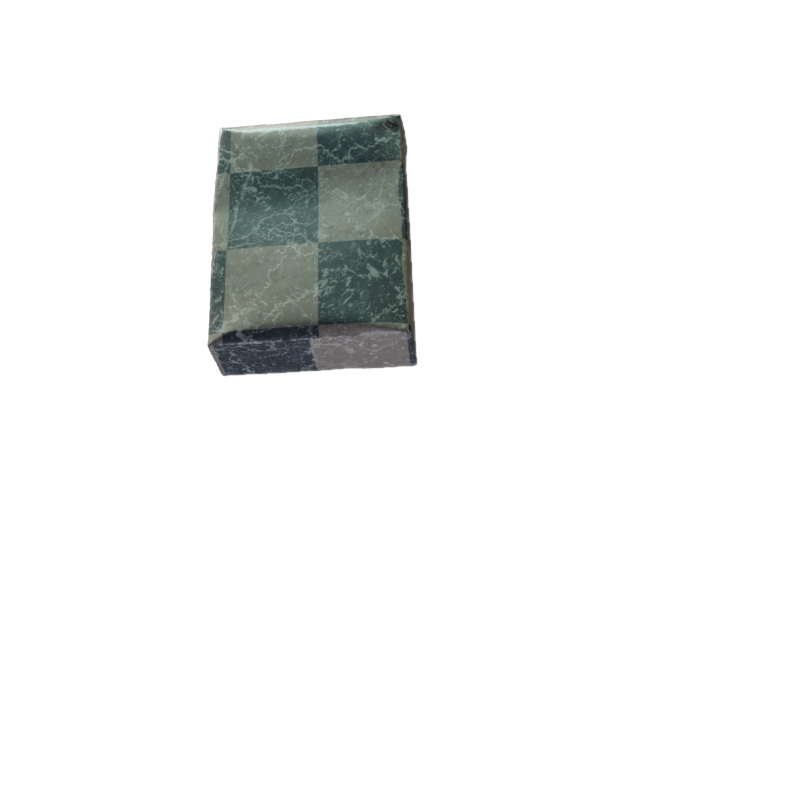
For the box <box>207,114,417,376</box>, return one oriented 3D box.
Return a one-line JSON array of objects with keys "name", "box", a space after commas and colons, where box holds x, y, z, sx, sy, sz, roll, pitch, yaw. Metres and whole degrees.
[{"name": "box", "box": [-0.073, -0.133, 0.933, 0.165, 0.227, 0.067, -4, -27, 5]}]
